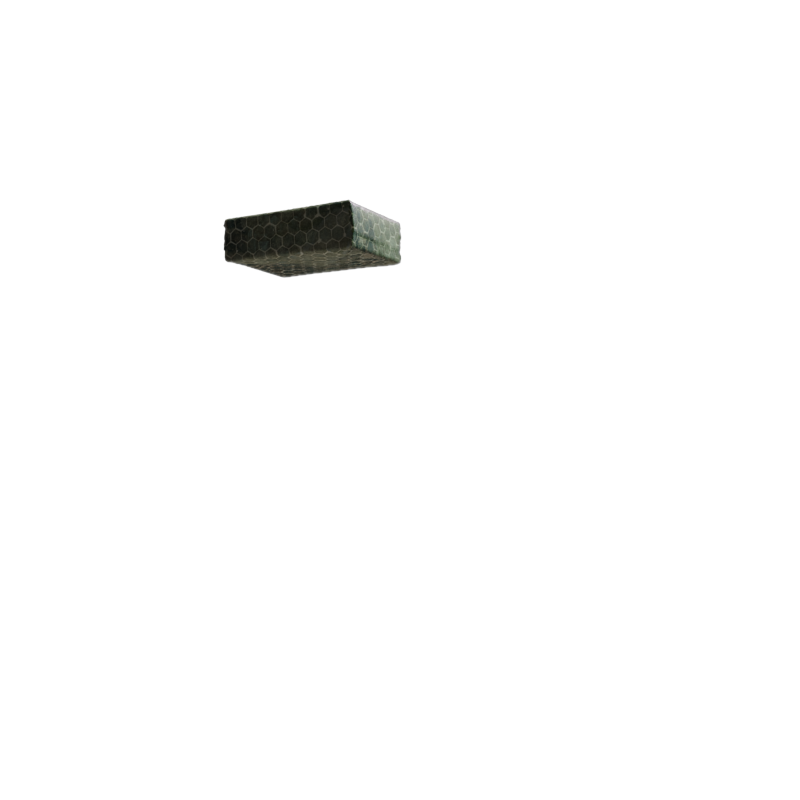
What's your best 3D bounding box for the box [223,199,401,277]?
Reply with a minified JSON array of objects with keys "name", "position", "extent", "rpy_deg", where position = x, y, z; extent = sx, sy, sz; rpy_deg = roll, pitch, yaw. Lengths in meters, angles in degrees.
[{"name":"box","position":[-0.068,-0.124,0.867],"extent":[0.117,0.040,0.086],"rpy_deg":[-2,-4,27]}]
